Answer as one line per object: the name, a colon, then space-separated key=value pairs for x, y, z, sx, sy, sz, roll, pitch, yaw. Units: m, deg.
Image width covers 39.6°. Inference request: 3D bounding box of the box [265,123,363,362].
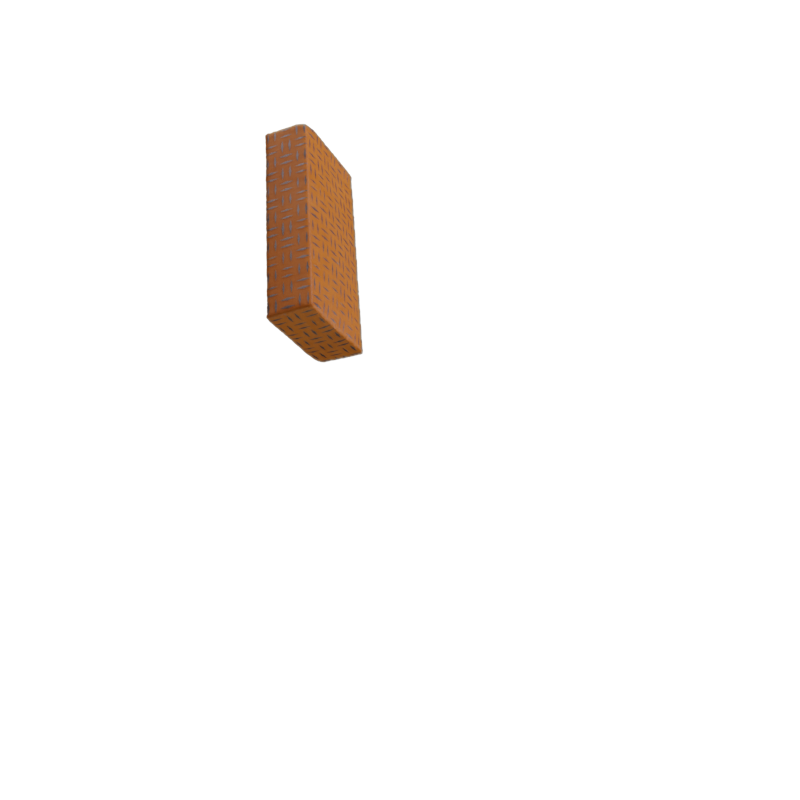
box: x=-0.070 y=-0.128 z=0.898 sx=0.049 sy=0.188 sz=0.086 roll=-14 pitch=-31 yaw=21
